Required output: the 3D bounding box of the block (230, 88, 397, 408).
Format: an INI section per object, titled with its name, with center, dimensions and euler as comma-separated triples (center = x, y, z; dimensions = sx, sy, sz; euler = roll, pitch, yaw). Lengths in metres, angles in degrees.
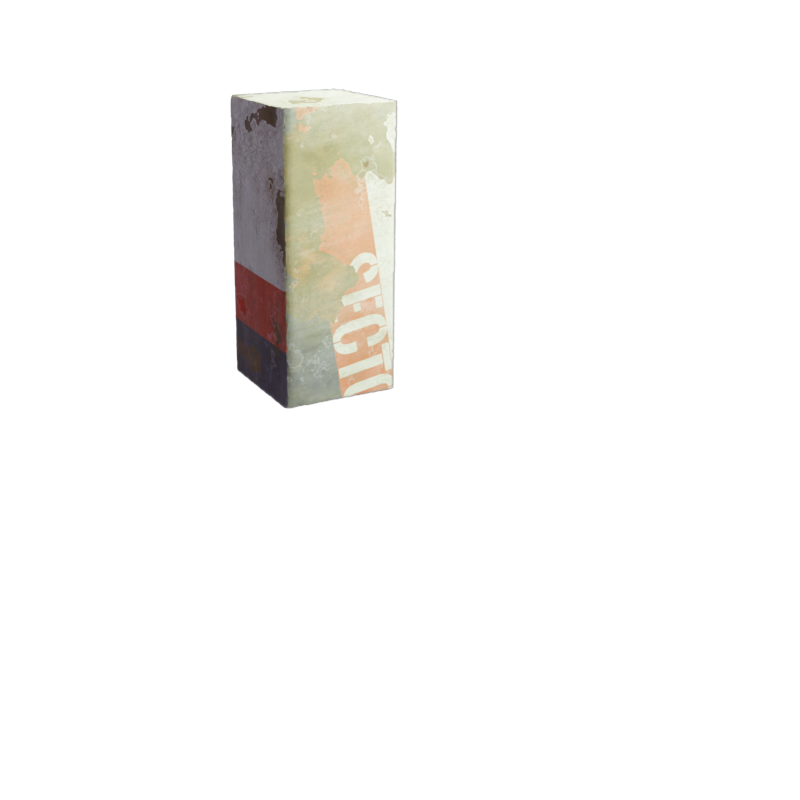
[block]
center = -0.062, -0.113, 0.788
dimensions = 0.088, 0.199, 0.096
euler = -8, 18, -28
